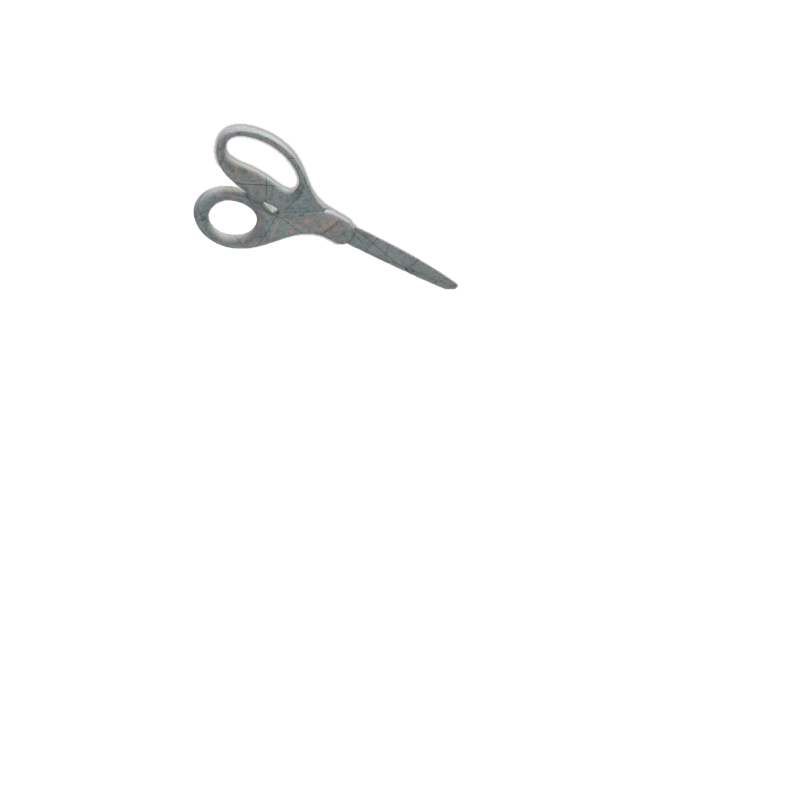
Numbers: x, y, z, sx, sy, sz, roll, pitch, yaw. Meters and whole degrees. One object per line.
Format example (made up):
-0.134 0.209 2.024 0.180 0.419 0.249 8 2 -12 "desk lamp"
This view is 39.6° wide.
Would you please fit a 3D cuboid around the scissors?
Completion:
-0.062 -0.113 0.792 0.194 0.095 0.017 41 17 -16 "scissors"
